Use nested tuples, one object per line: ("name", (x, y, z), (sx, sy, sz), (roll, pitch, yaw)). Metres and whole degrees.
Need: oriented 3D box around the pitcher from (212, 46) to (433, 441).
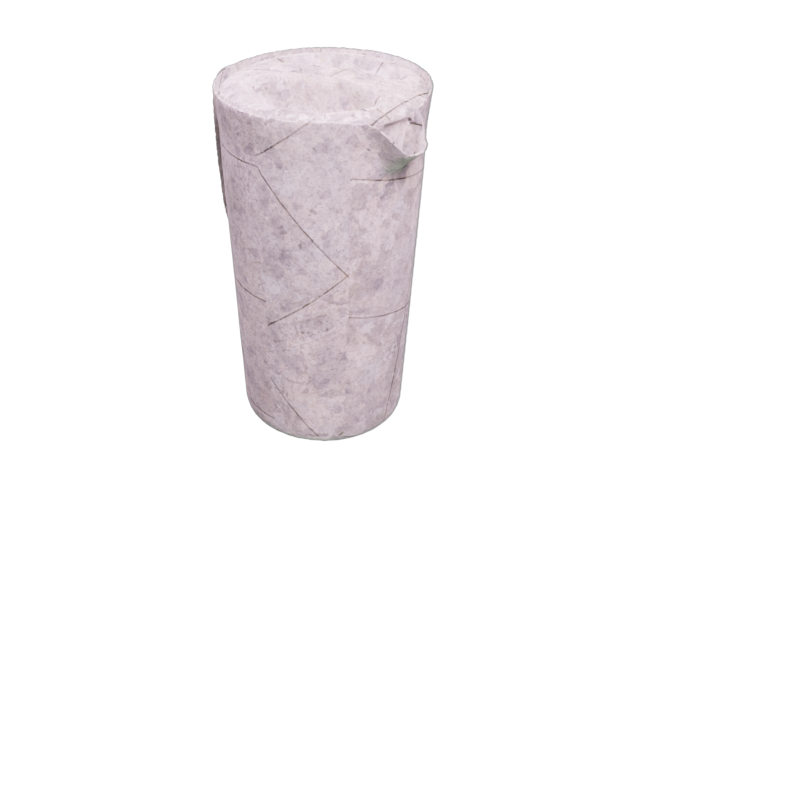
("pitcher", (-0.057, -0.104, 0.728), (0.145, 0.228, 0.158), (2, 32, 1))
